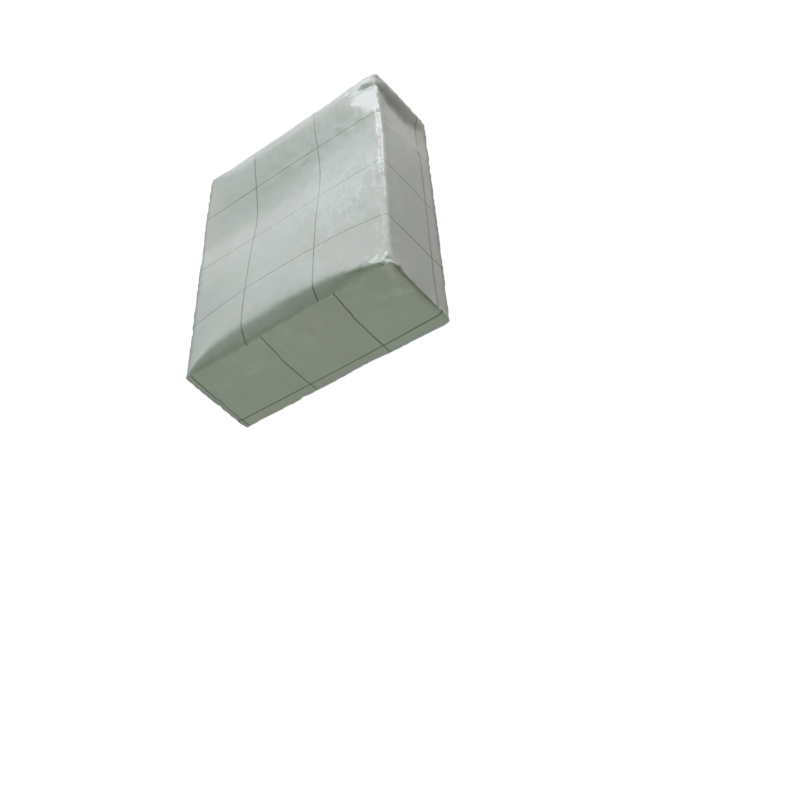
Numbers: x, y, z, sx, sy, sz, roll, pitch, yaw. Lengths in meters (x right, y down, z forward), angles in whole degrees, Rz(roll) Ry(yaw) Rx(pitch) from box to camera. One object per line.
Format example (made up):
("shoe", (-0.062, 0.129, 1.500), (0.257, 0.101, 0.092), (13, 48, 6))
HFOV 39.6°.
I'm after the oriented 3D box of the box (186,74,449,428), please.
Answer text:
("box", (-0.060, -0.109, 0.766), (0.164, 0.230, 0.067), (-28, -50, 23))
